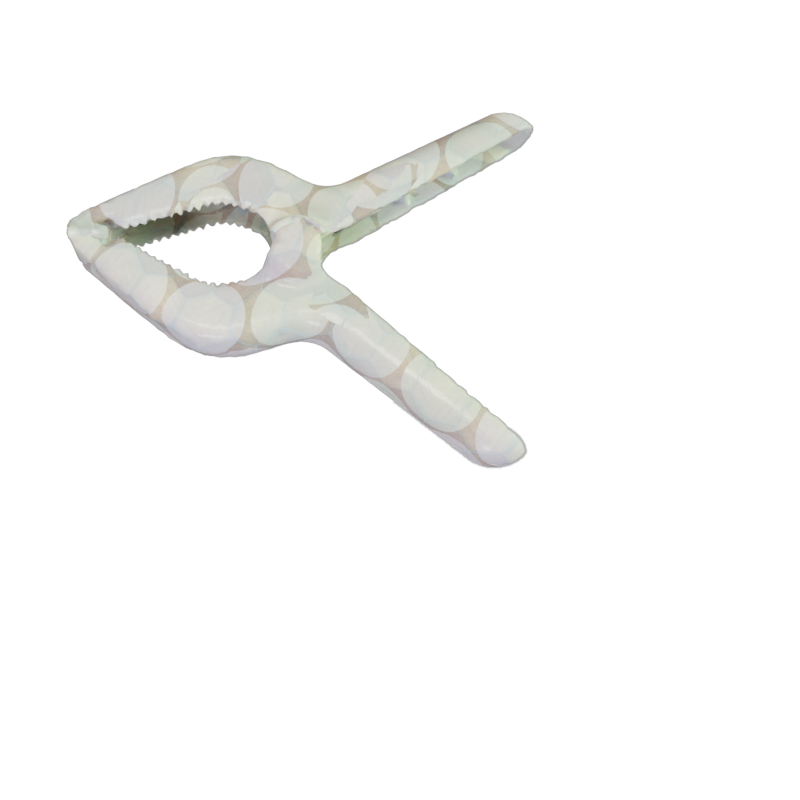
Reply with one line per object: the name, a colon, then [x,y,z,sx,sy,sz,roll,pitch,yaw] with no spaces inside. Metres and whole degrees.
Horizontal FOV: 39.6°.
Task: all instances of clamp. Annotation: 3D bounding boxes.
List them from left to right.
clamp: [-0.038,-0.070,0.491,0.212,0.172,0.034,11,-24,5]
